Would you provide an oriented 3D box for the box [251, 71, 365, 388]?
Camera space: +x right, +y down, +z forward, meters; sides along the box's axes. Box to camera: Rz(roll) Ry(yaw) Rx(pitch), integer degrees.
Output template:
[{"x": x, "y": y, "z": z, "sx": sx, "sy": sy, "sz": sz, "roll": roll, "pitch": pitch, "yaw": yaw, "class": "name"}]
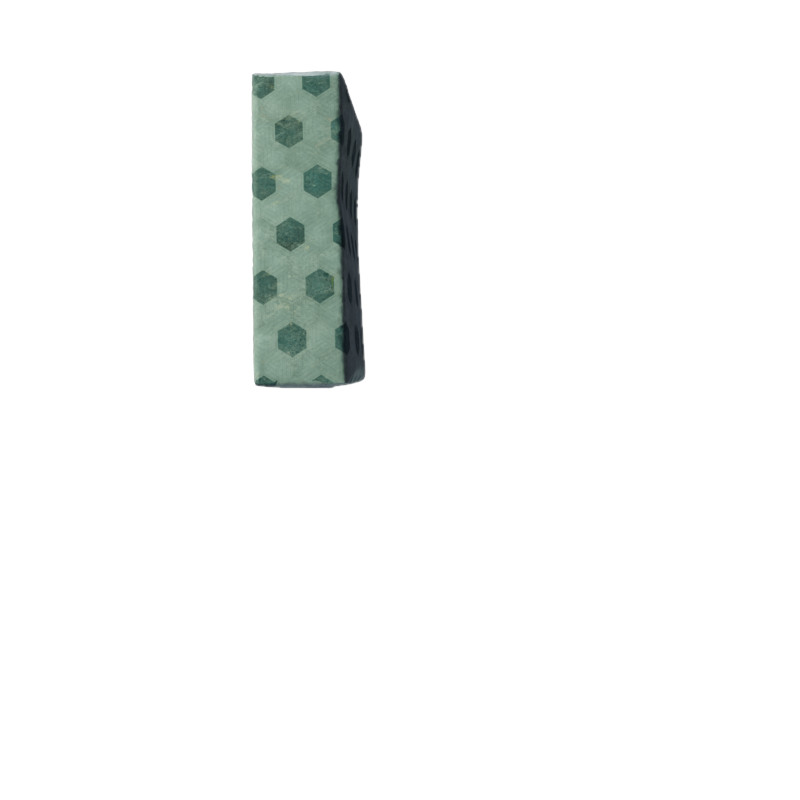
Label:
[{"x": -0.064, "y": -0.117, "z": 0.817, "sx": 0.072, "sy": 0.217, "sz": 0.161, "roll": -1, "pitch": -5, "yaw": 2, "class": "box"}]
